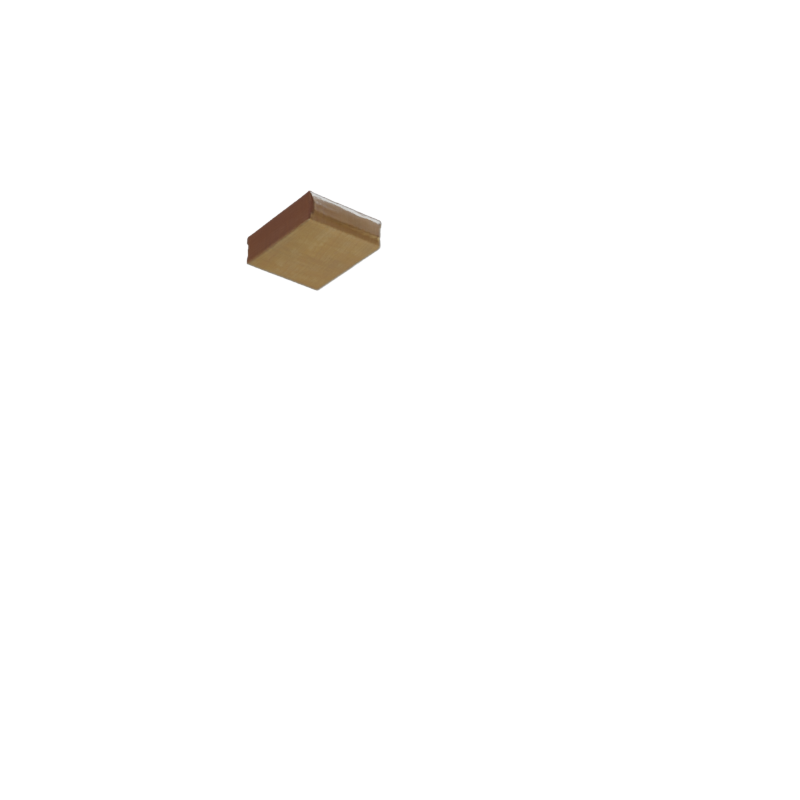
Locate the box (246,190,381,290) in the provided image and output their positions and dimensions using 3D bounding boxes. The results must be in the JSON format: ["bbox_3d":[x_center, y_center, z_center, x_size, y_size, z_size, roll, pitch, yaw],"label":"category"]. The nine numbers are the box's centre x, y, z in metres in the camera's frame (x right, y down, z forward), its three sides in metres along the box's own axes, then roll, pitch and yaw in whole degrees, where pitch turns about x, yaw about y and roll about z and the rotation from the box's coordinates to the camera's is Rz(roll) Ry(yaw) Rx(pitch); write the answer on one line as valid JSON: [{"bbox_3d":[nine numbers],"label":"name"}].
[{"bbox_3d":[-0.070,-0.128,0.895,0.069,0.032,0.089,20,-33,-34],"label":"box"}]
